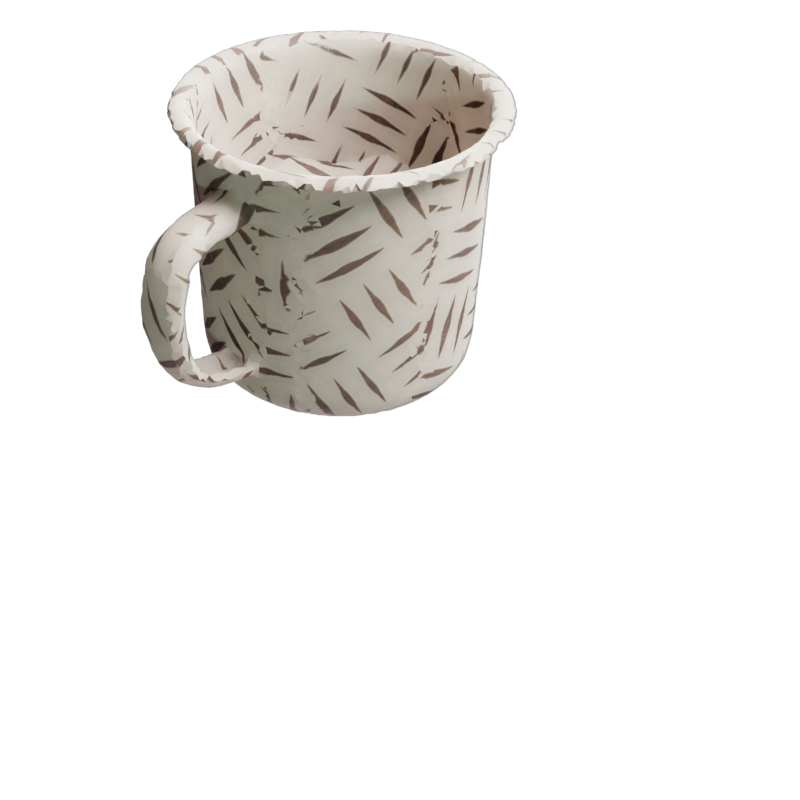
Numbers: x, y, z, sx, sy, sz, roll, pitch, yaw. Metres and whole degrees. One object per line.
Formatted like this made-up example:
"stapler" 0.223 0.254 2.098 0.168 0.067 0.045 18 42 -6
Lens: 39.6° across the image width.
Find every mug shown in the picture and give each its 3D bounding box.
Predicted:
"mug" -0.024 -0.044 0.311 0.099 0.076 0.118 25 44 28
